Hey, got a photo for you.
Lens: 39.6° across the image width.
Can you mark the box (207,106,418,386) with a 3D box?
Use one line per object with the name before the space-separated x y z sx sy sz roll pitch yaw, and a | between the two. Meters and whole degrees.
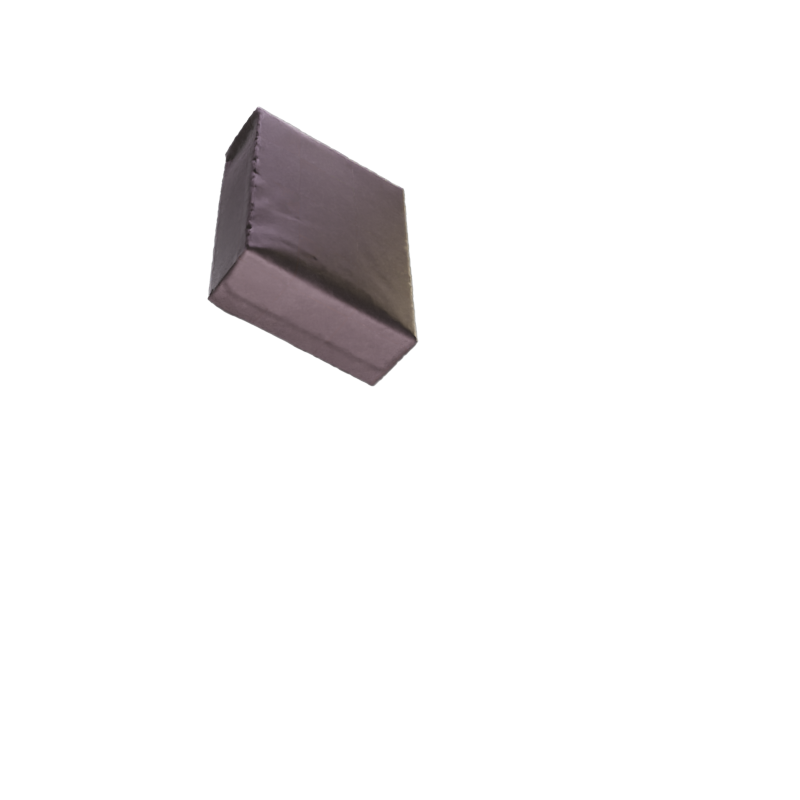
box | -0.074 -0.135 0.944 0.157 0.229 0.070 26 -55 -23
